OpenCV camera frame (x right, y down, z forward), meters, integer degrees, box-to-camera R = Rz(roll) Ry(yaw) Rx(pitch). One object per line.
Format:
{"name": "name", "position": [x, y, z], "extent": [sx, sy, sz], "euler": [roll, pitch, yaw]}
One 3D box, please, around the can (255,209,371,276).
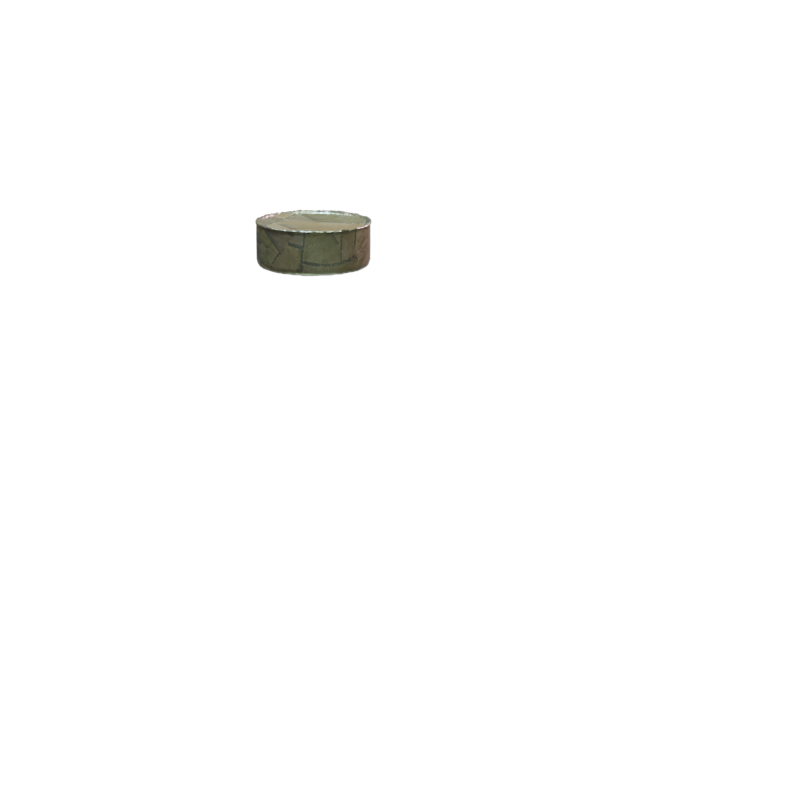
{"name": "can", "position": [-0.064, -0.117, 0.821], "extent": [0.086, 0.032, 0.089], "euler": [-1, 18, -2]}
